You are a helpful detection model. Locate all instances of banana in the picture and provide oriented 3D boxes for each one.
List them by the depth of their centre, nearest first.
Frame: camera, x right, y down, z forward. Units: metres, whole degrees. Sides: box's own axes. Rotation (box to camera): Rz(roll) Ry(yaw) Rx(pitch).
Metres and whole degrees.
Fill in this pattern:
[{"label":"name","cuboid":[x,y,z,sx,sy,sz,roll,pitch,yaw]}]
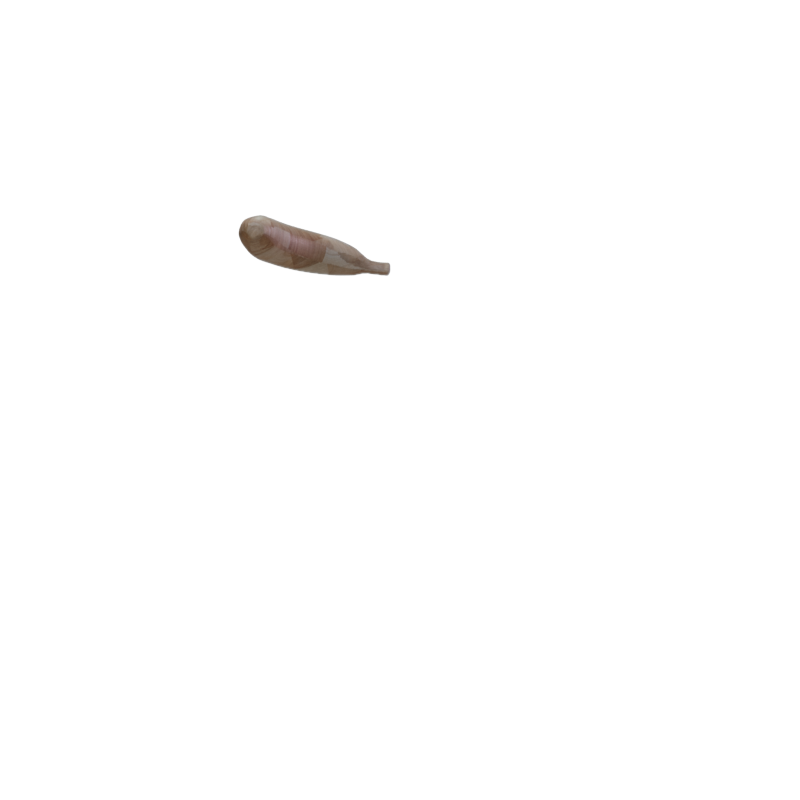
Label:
[{"label":"banana","cuboid":[-0.089,-0.137,0.982,0.072,0.037,0.188,-4,-5,35]}]
